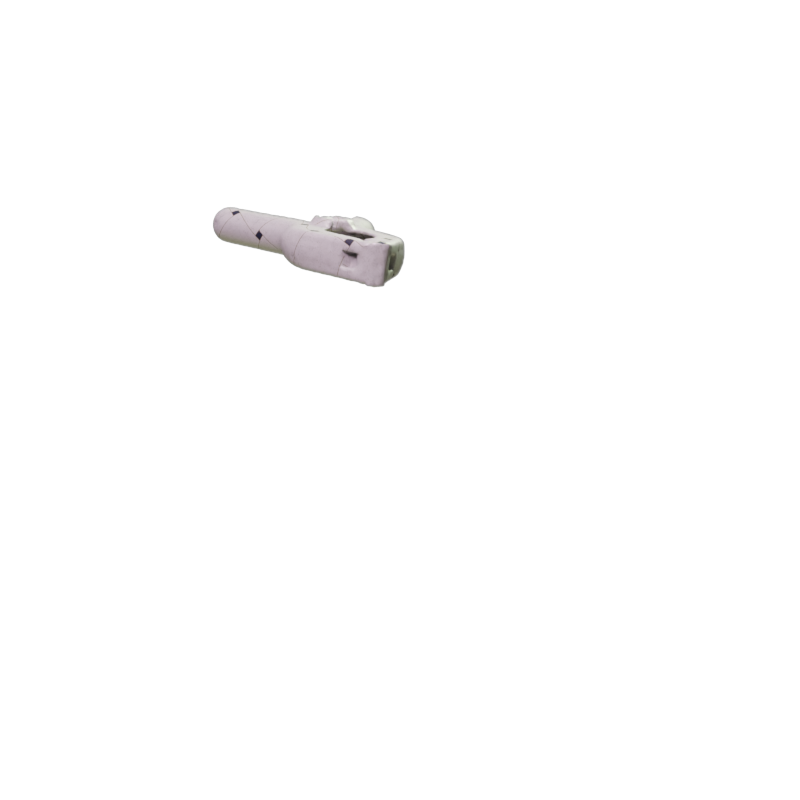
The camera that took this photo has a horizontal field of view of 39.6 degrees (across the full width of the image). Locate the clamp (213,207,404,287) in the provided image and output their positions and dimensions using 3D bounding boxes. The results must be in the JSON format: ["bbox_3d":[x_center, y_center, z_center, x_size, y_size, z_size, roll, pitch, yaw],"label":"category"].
[{"bbox_3d":[-0.057,-0.105,0.734,0.118,0.038,0.178,-3,14,-14],"label":"clamp"}]
